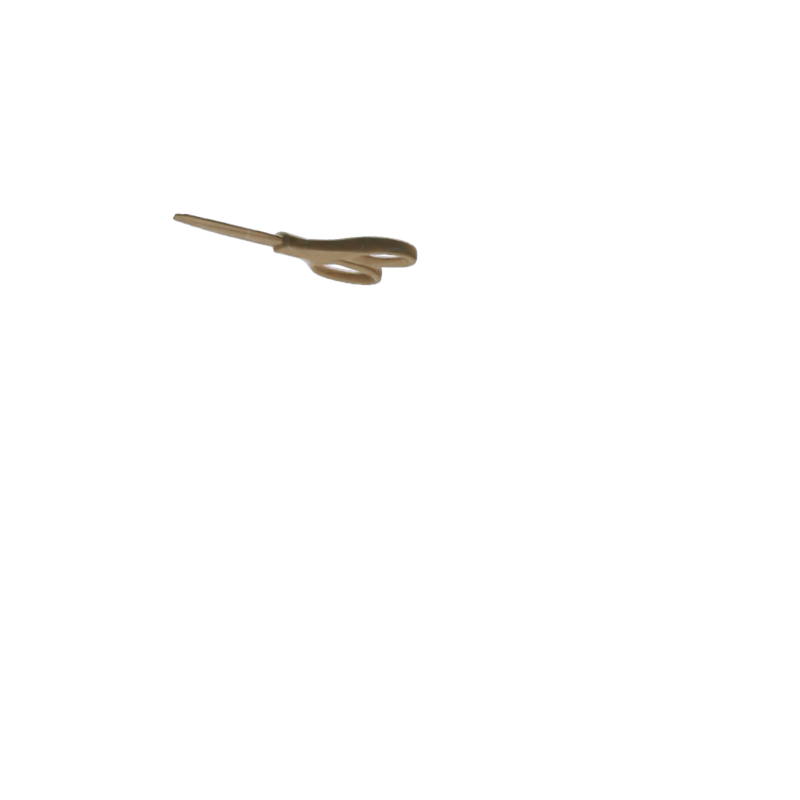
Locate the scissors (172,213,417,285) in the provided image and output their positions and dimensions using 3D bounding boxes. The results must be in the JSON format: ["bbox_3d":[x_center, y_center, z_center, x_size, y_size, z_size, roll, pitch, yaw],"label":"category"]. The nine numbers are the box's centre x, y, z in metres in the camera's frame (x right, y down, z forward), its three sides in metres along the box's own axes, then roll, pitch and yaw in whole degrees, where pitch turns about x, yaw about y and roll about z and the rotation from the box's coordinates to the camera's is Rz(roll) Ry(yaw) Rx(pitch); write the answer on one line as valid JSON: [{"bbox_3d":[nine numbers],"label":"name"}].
[{"bbox_3d":[-0.064,-0.117,0.819,0.098,0.016,0.190,-8,-14,34],"label":"scissors"}]
